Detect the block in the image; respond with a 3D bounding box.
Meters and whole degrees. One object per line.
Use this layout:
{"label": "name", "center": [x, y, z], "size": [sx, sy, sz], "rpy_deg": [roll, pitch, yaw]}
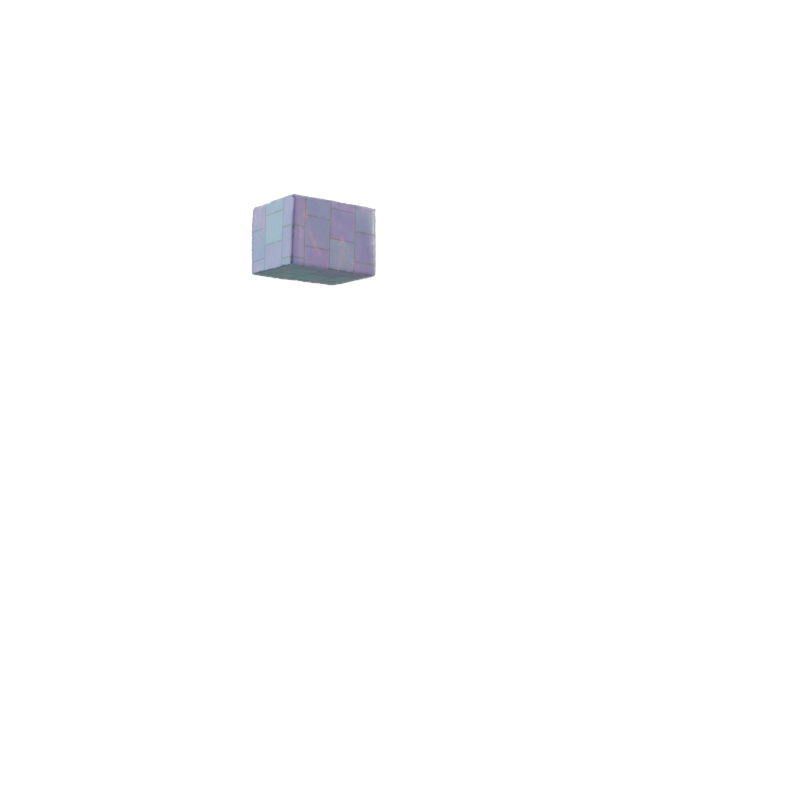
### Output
{"label": "block", "center": [-0.063, -0.116, 0.809], "size": [0.074, 0.053, 0.054], "rpy_deg": [5, -10, -39]}
